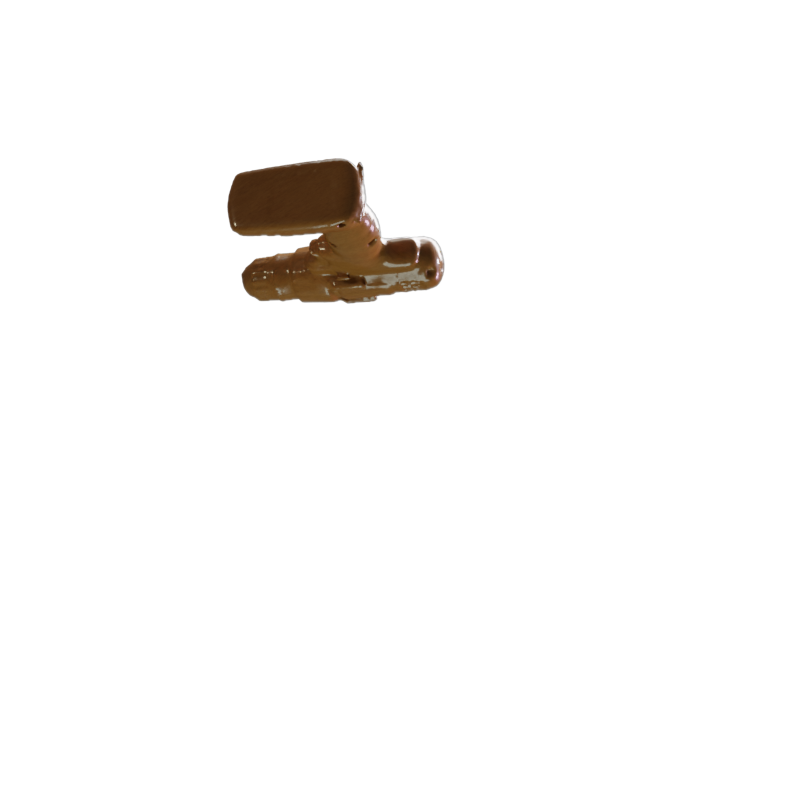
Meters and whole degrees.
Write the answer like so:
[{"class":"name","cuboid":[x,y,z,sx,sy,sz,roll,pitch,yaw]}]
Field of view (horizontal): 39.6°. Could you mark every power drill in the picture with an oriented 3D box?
[{"class":"power drill","cuboid":[-0.072,-0.131,0.916,0.188,0.060,0.176,-5,-16,17]}]
